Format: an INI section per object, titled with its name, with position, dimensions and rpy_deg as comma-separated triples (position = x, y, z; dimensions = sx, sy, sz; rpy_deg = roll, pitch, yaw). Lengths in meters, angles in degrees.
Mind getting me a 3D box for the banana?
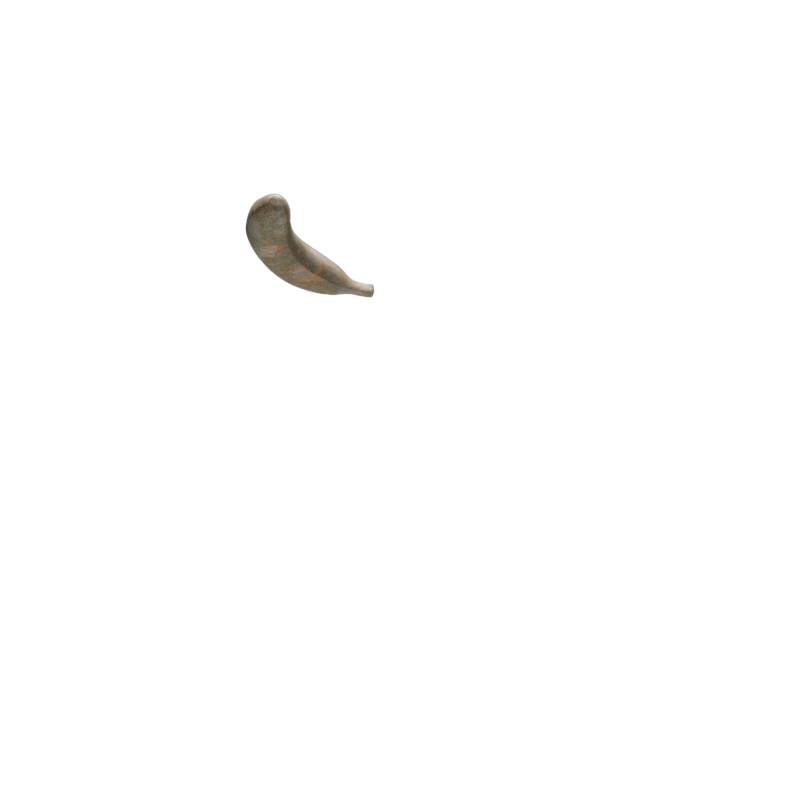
[banana]
position = -0.088, -0.128, 0.926
dimensions = 0.071, 0.038, 0.185
rpy_deg = -7, -17, 21
